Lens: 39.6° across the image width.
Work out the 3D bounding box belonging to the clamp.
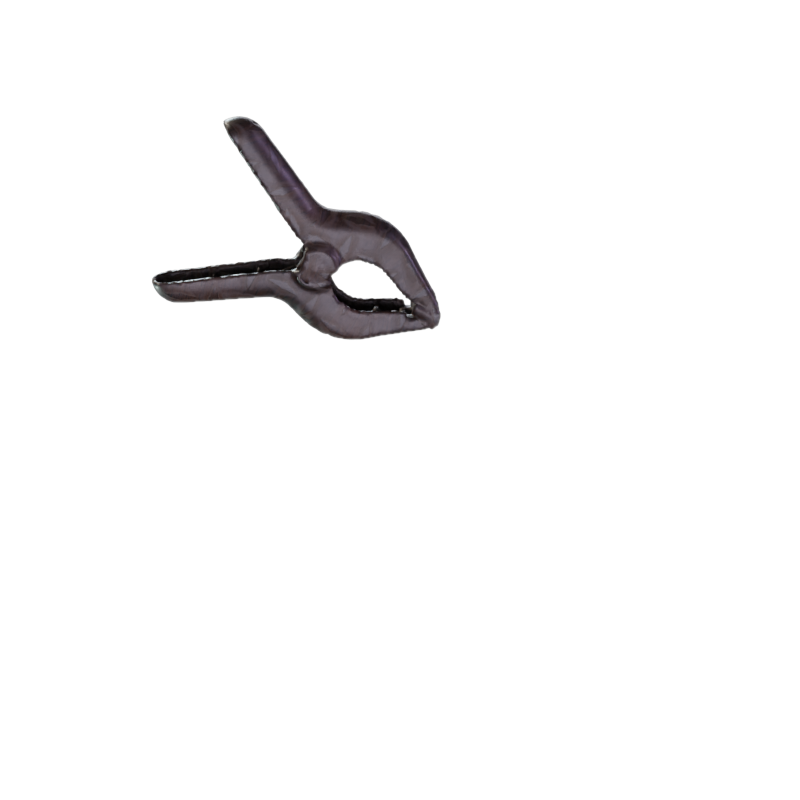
[{"bbox_3d":[-0.051,-0.094,0.656,0.169,0.115,0.041,15,26,-8],"label":"clamp"}]
